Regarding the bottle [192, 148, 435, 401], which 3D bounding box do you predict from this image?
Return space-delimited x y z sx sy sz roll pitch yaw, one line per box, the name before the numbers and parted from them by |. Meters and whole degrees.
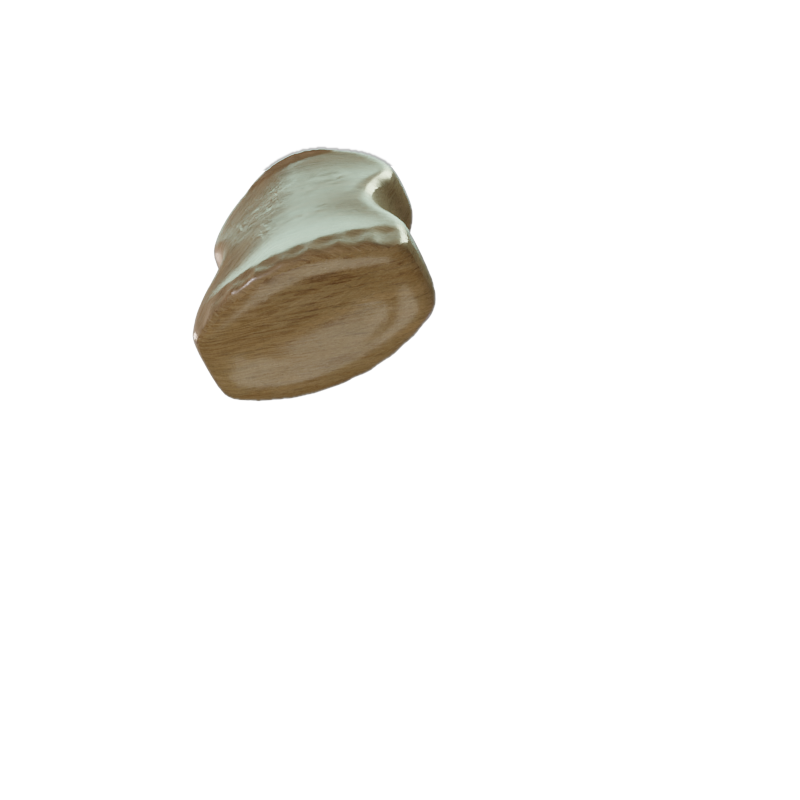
bottle | -0.041 -0.074 0.517 0.096 0.055 0.202 -25 26 9
